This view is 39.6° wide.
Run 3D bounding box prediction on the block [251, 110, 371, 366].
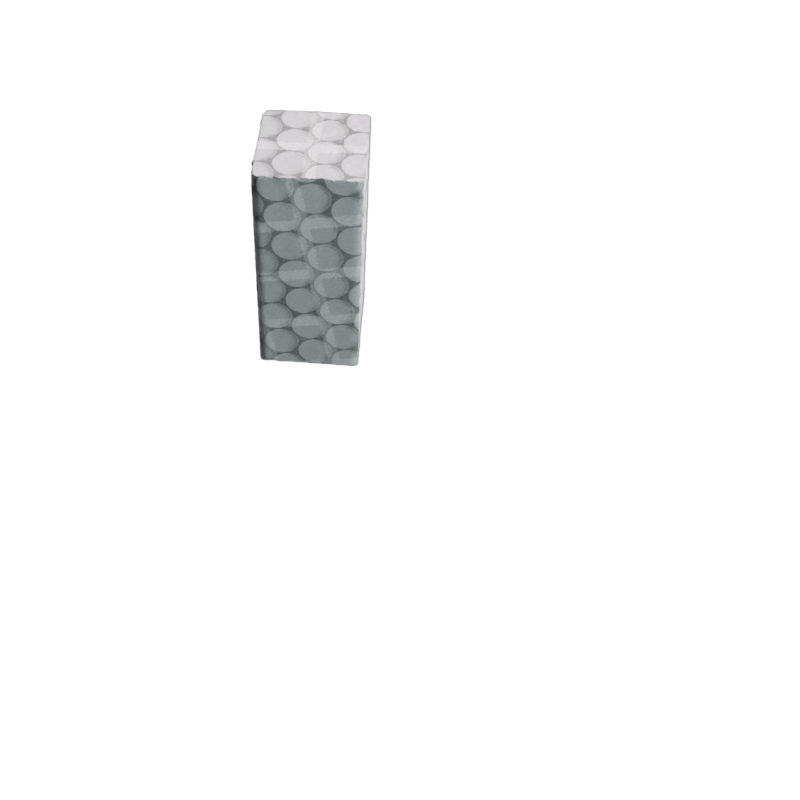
[{"bbox_3d":[-0.074,-0.134,0.937,0.090,0.097,0.192,4,-44,0],"label":"block"}]
